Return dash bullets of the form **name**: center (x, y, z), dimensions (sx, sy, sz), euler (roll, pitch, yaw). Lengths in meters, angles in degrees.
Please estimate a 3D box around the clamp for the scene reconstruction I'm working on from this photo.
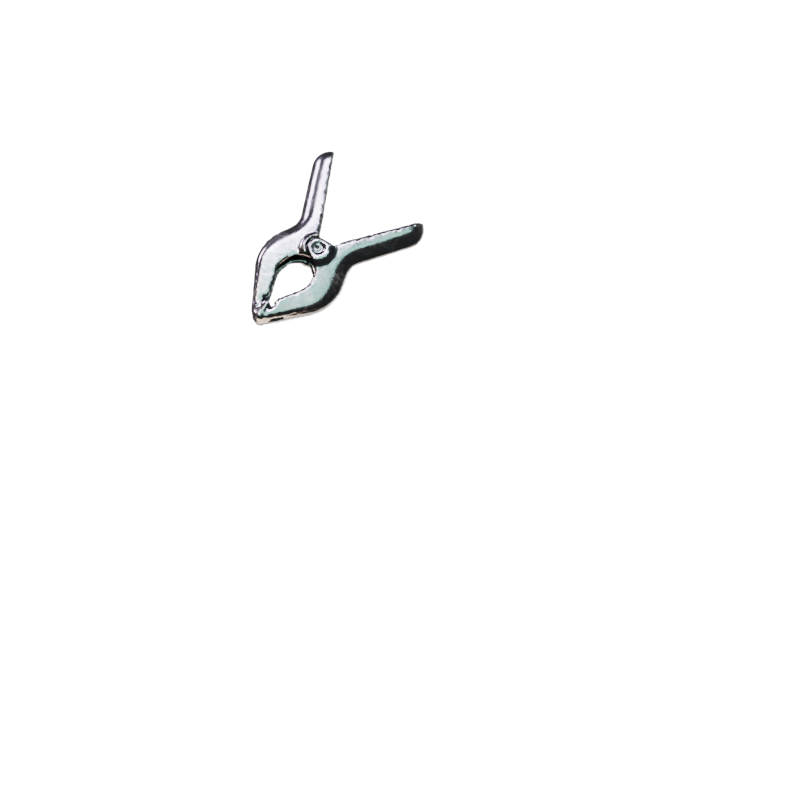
- **clamp**: center (-0.077, -0.141, 0.989), dimensions (0.173, 0.126, 0.037), euler (-39, -19, -16)
